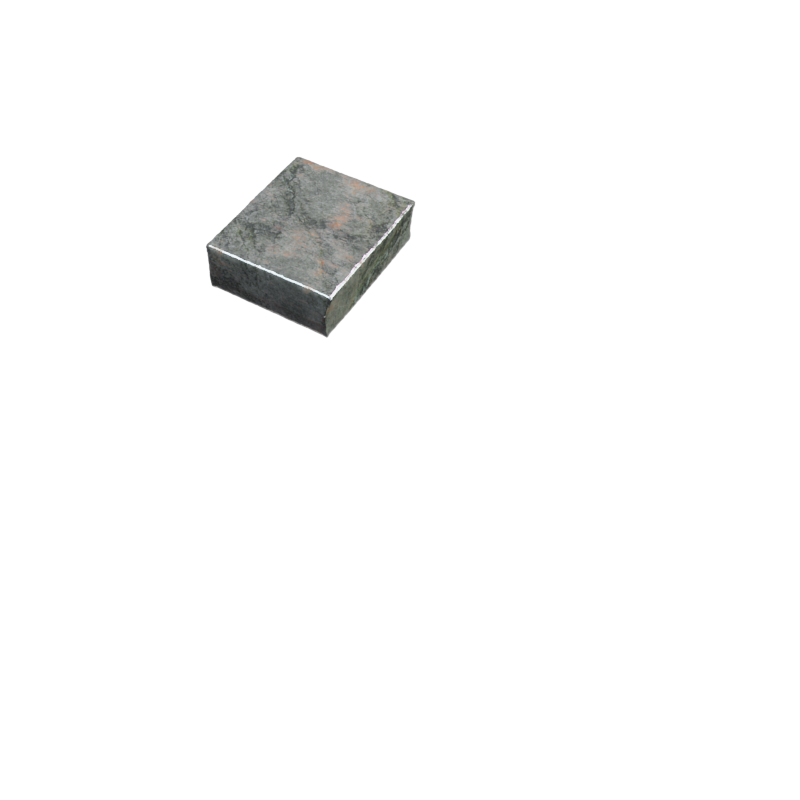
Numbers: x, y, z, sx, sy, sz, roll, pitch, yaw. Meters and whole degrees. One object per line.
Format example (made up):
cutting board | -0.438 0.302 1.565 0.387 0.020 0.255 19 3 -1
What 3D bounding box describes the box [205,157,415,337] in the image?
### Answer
box | -0.055 -0.101 0.706 0.094 0.036 0.117 22 50 19
